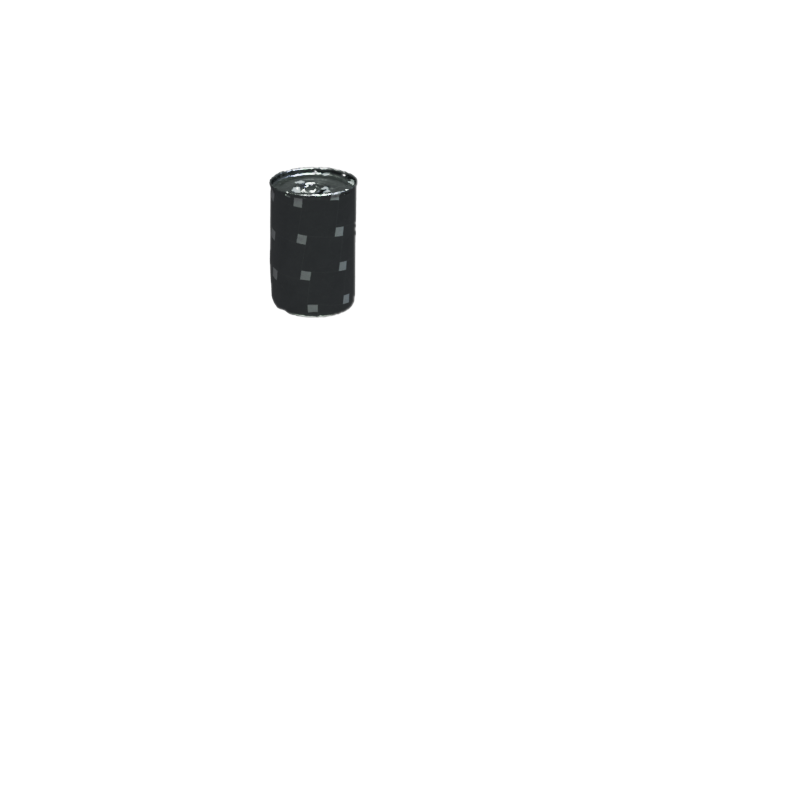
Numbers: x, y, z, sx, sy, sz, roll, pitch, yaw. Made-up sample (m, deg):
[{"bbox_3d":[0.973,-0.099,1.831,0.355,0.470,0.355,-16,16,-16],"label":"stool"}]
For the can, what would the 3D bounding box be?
[{"bbox_3d":[-0.068,-0.124,0.869,0.068,0.097,0.072,0,25,-2],"label":"can"}]
